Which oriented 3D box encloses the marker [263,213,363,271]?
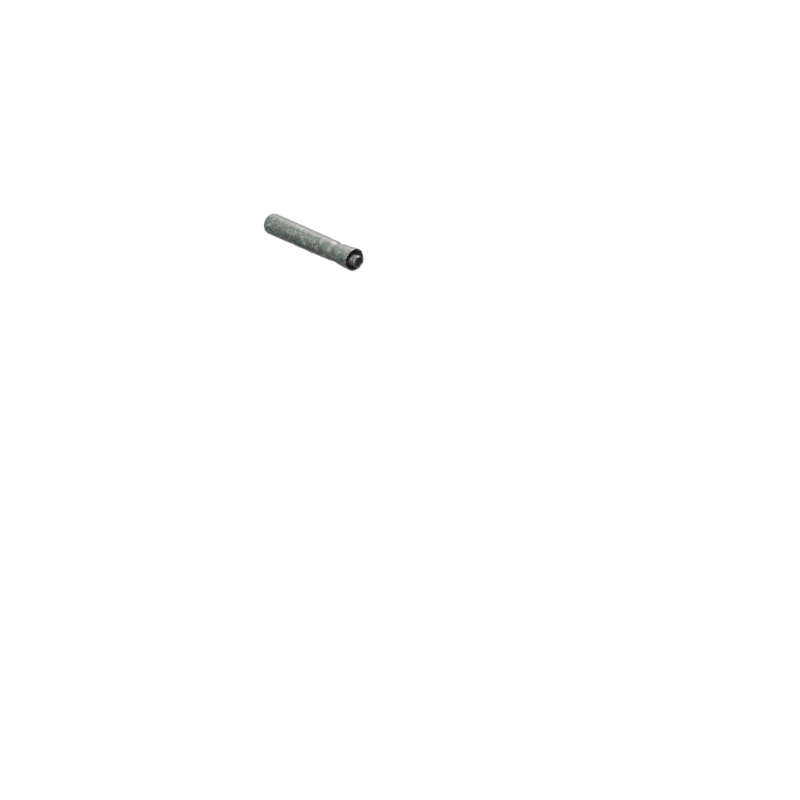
[{"bbox_3d":[-0.072,-0.131,0.919,0.019,0.019,0.129,-3,22,-40],"label":"marker"}]
